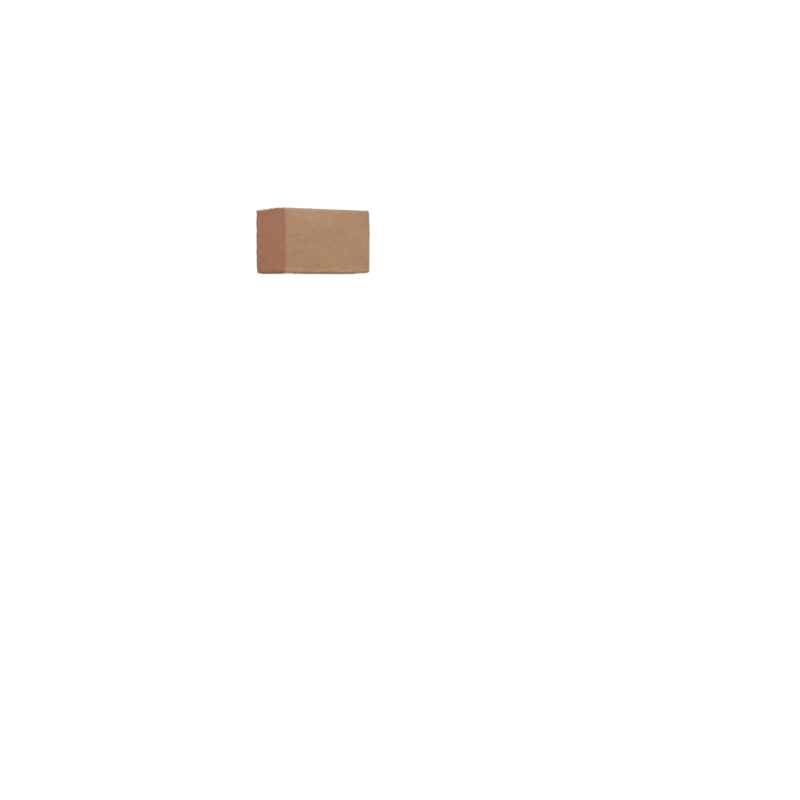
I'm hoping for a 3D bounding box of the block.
[{"bbox_3d":[-0.069,-0.126,0.881,0.075,0.051,0.055,-2,3,-30],"label":"block"}]
